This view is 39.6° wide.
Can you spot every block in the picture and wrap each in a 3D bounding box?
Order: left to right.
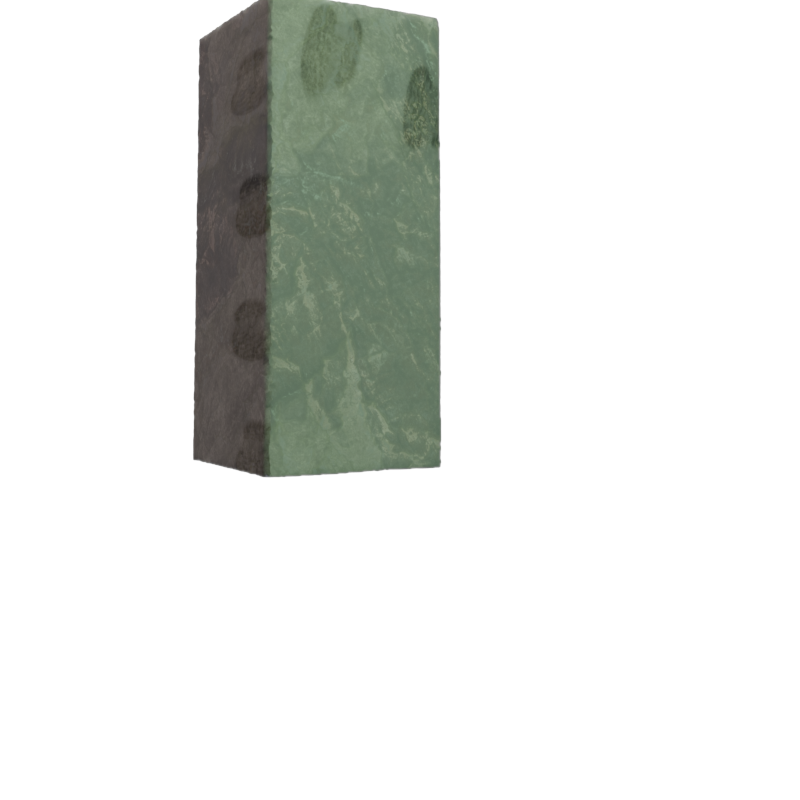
[{"bbox_3d":[-0.040,-0.075,0.523,0.087,0.209,0.093,2,-5,-30],"label":"block"}]
